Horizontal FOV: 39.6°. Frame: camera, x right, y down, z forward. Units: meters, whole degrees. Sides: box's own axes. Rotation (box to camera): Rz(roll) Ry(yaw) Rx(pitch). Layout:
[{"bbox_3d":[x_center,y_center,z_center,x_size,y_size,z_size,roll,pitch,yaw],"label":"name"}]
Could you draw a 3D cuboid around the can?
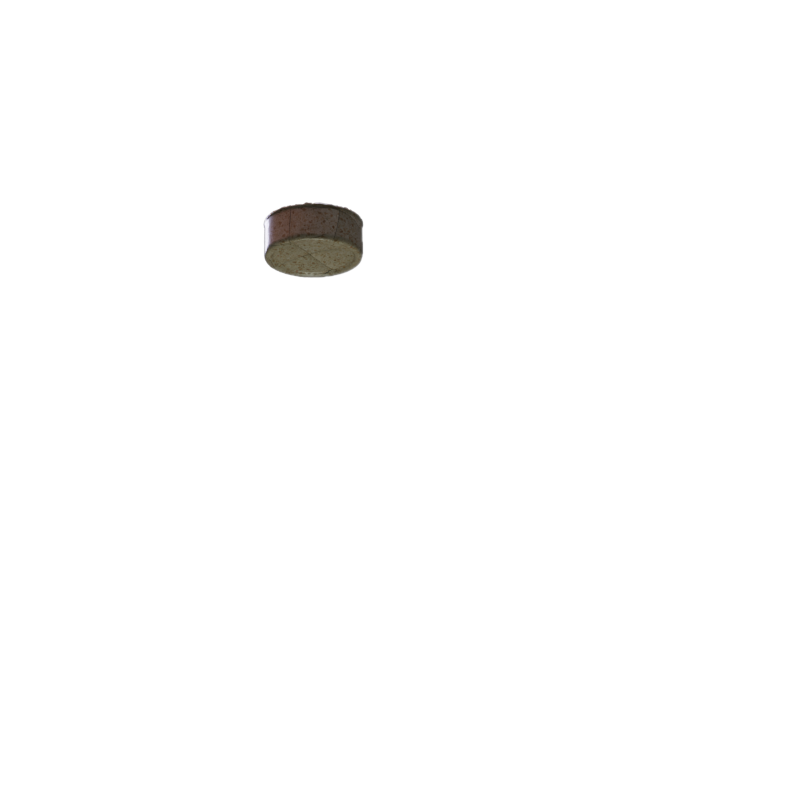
[{"bbox_3d":[-0.074,-0.135,0.948,0.086,0.035,0.082,0,-18,-2],"label":"can"}]
